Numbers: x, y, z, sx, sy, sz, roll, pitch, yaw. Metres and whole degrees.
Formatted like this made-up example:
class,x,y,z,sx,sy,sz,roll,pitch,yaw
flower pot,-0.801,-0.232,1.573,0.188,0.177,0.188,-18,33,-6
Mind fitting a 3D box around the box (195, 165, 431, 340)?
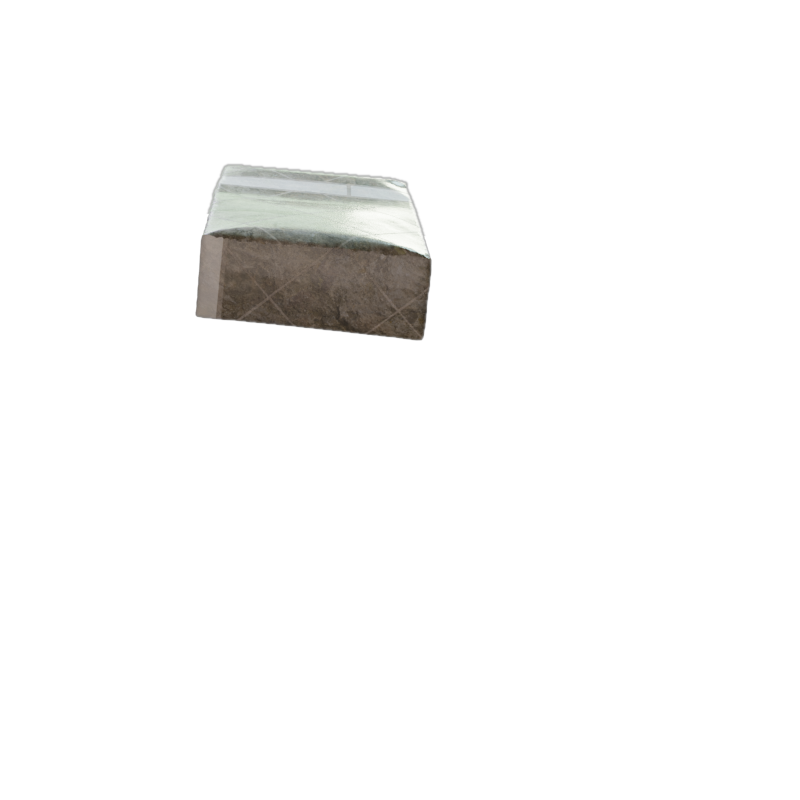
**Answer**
class,x,y,z,sx,sy,sz,roll,pitch,yaw
box,-0.068,-0.124,0.868,0.163,0.069,0.225,5,24,-5
